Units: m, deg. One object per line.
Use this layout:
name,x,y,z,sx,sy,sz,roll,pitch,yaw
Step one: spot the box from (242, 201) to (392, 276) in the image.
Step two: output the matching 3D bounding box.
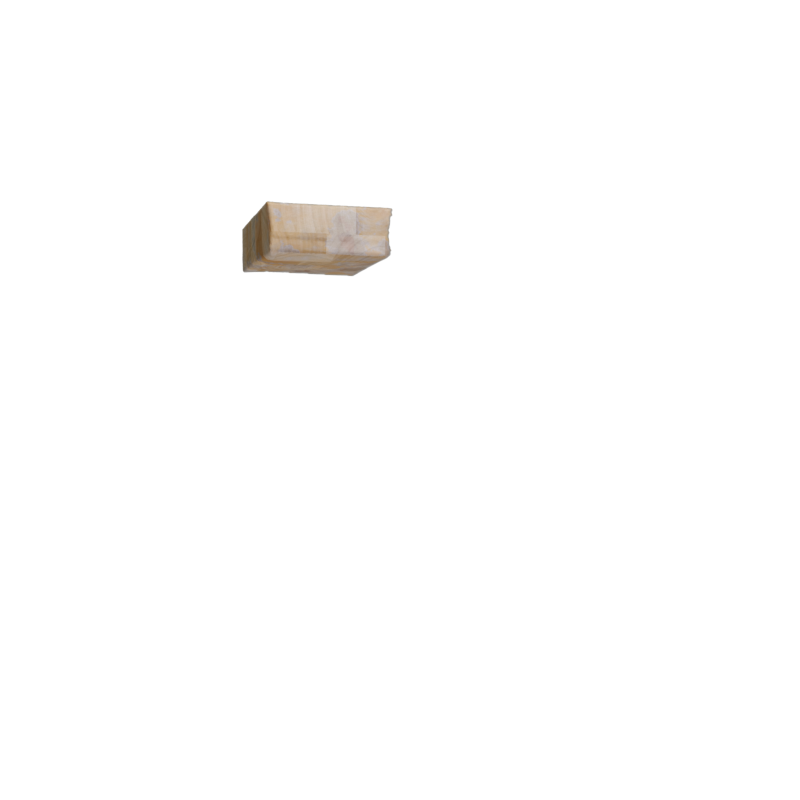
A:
box,-0.063,-0.115,0.806,0.088,0.039,0.115,0,0,-15
